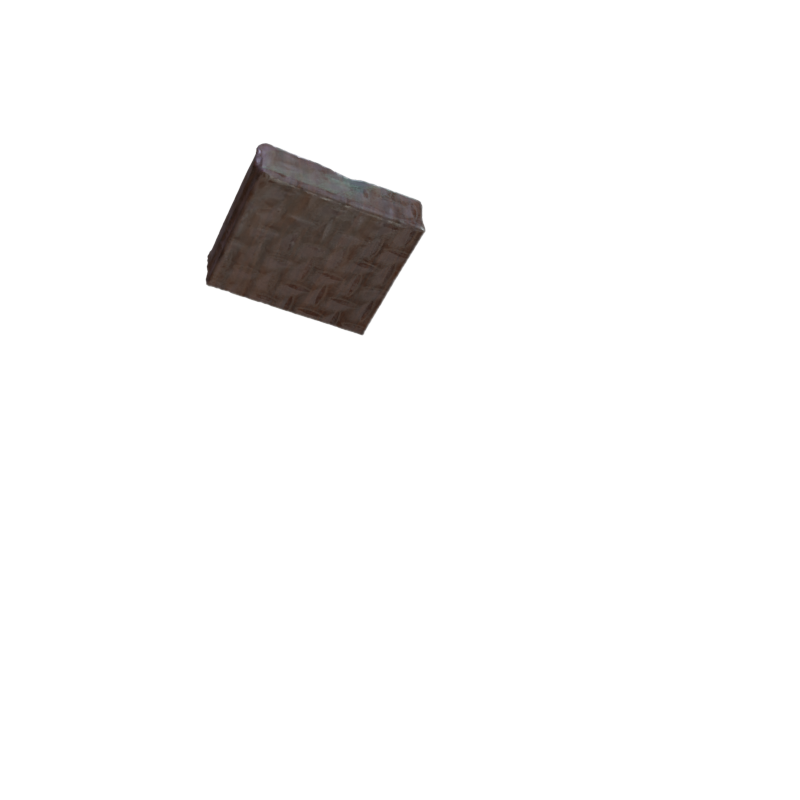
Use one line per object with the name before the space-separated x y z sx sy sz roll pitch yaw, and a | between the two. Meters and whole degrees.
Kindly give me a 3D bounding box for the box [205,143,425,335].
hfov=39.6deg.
box | -0.043 -0.079 0.551 0.087 0.070 0.032 19 36 -15
